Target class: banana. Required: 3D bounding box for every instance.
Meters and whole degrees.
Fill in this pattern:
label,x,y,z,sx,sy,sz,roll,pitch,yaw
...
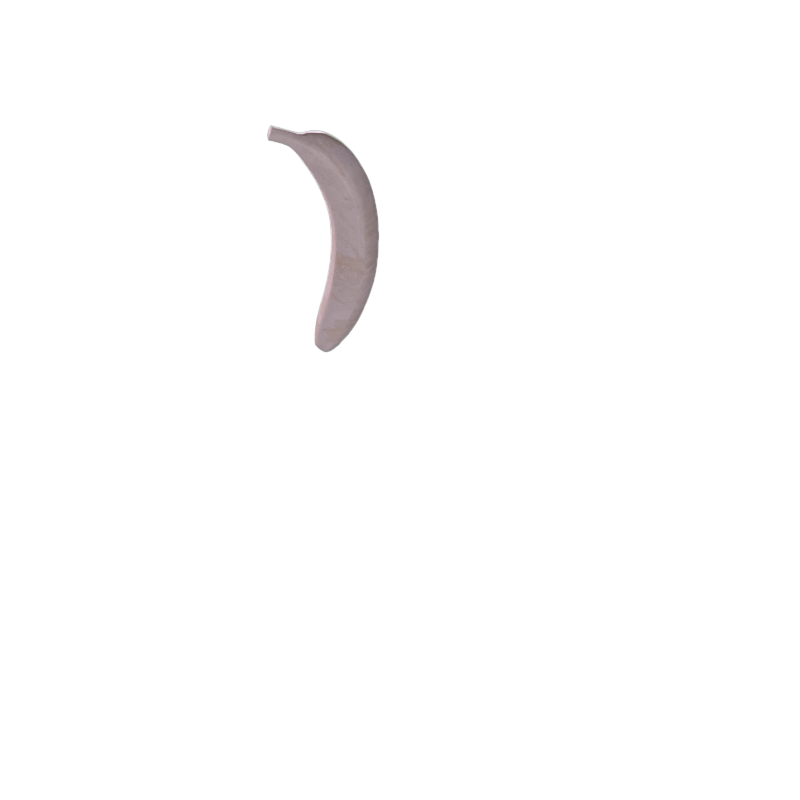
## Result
label,x,y,z,sx,sy,sz,roll,pitch,yaw
banana,-0.050,-0.130,0.860,0.070,0.186,0.039,-10,26,4
